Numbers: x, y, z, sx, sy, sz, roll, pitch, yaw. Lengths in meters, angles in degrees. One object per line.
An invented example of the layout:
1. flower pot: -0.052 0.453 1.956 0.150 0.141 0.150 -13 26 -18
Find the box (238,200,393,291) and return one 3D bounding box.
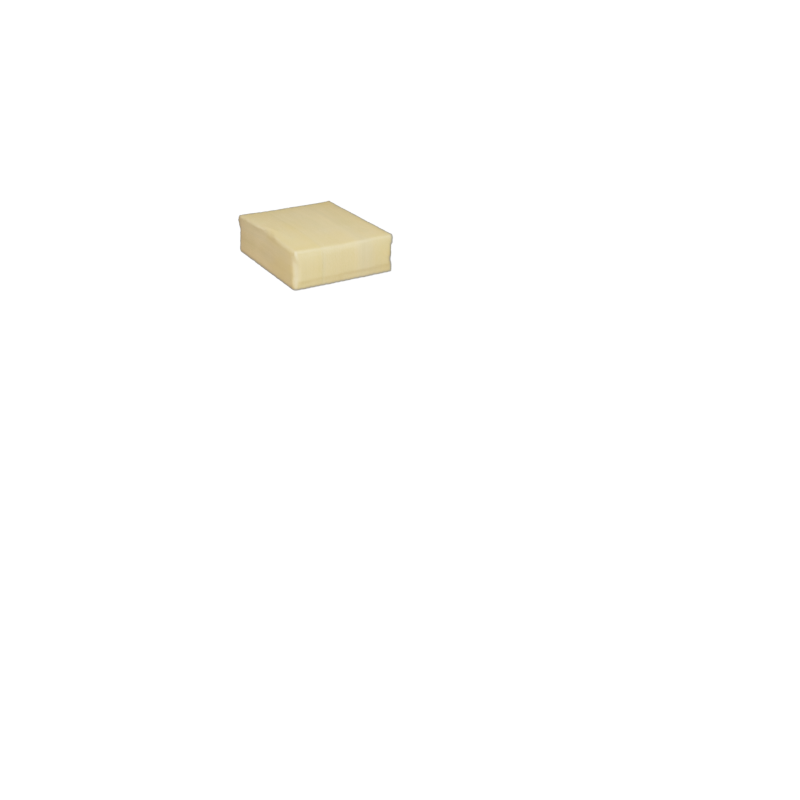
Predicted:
1. box: -0.059 -0.107 0.747 0.072 0.029 0.096 -14 29 -26
